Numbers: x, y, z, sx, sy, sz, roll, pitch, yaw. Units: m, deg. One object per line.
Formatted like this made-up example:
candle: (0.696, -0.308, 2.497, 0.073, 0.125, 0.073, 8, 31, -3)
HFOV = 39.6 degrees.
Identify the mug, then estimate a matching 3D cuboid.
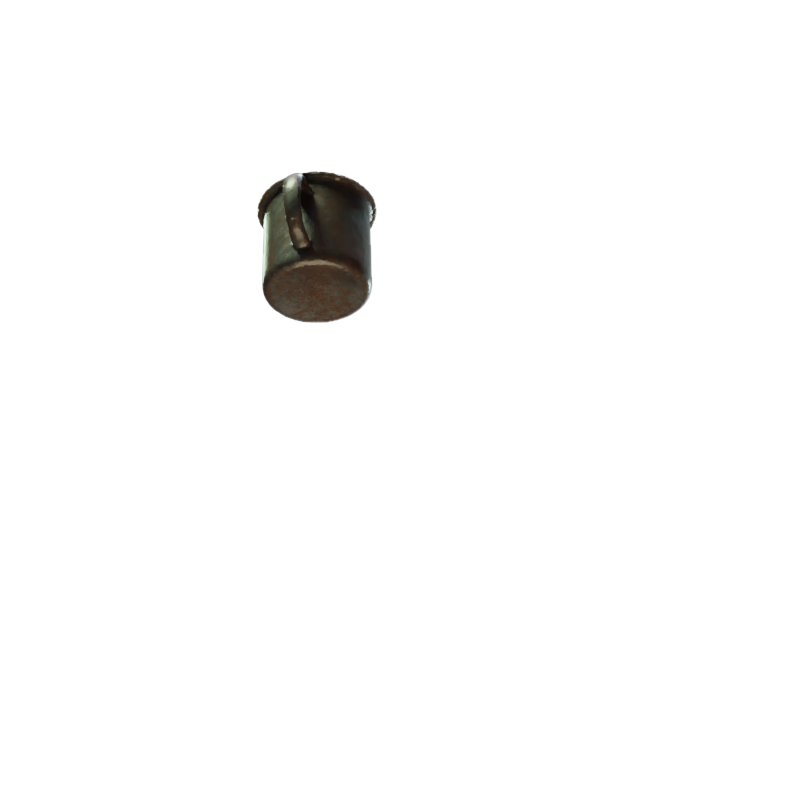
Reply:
mug: (-0.065, -0.119, 0.831, 0.094, 0.087, 0.108, -7, -36, 8)
